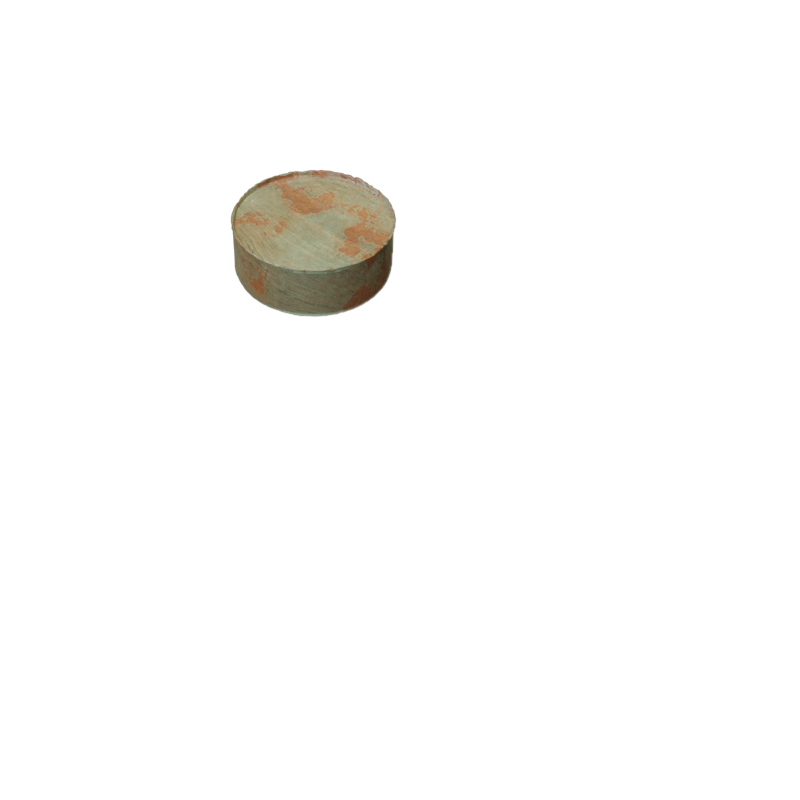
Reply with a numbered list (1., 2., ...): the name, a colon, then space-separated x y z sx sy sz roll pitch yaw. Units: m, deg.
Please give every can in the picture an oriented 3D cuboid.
1. can: -0.046 -0.084 0.585 0.086 0.031 0.092 -1 43 -2
